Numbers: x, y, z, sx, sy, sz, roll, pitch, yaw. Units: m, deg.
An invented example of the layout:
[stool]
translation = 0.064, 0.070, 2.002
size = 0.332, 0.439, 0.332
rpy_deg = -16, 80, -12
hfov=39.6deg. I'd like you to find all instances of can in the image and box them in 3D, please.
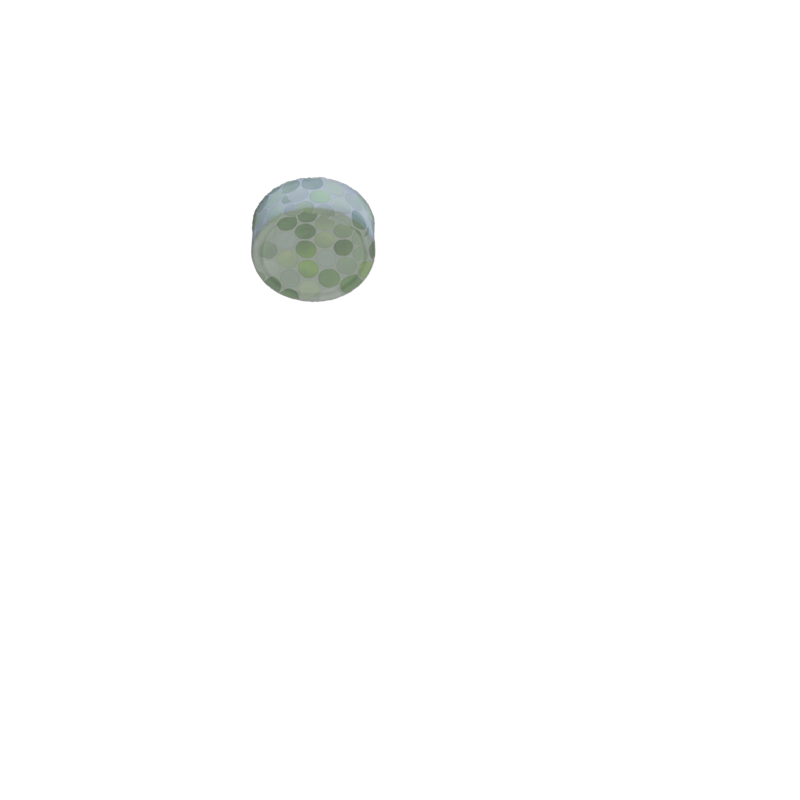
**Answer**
[can]
translation = -0.060, -0.109, 0.760
size = 0.086, 0.080, 0.036
rpy_deg = 1, 42, -1
